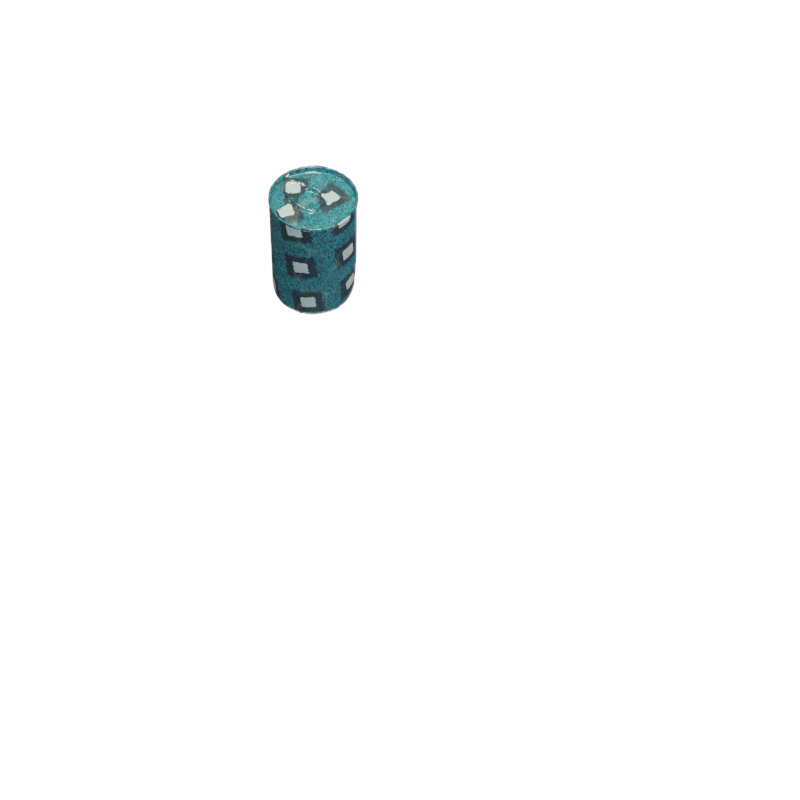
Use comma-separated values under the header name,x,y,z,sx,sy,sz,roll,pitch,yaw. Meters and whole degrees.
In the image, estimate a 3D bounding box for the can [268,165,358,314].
name,x,y,z,sx,sy,sz,roll,pitch,yaw
can,-0.068,-0.124,0.869,0.068,0.073,0.095,0,-38,-3
